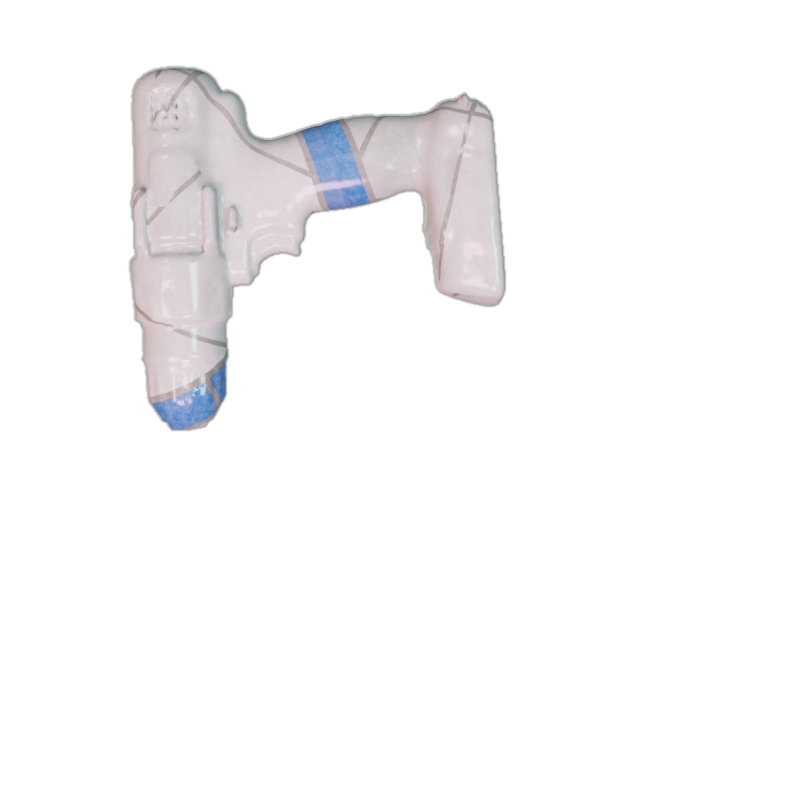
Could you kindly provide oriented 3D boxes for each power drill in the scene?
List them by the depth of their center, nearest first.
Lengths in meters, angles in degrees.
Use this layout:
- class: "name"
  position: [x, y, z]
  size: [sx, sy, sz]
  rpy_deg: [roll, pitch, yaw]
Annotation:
- class: "power drill"
  position: [-0.044, -0.081, 0.564]
  size: [0.187, 0.185, 0.057]
  rpy_deg: [-3, 0, 0]
